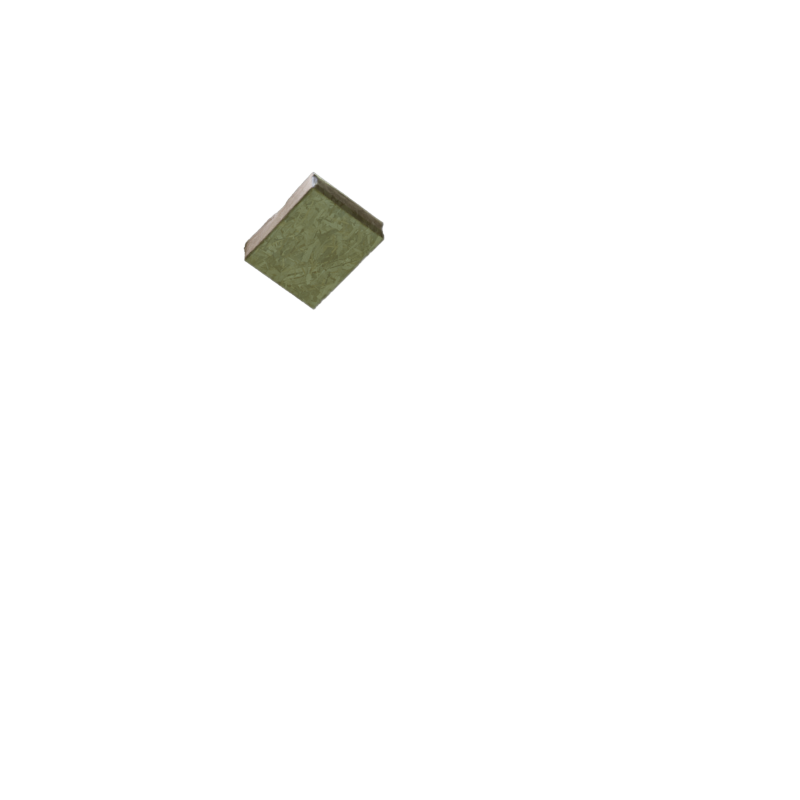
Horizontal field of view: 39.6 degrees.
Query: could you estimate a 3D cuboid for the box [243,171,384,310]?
[{"bbox_3d":[-0.068,-0.124,0.871,0.070,0.088,0.032,36,27,-22],"label":"box"}]
